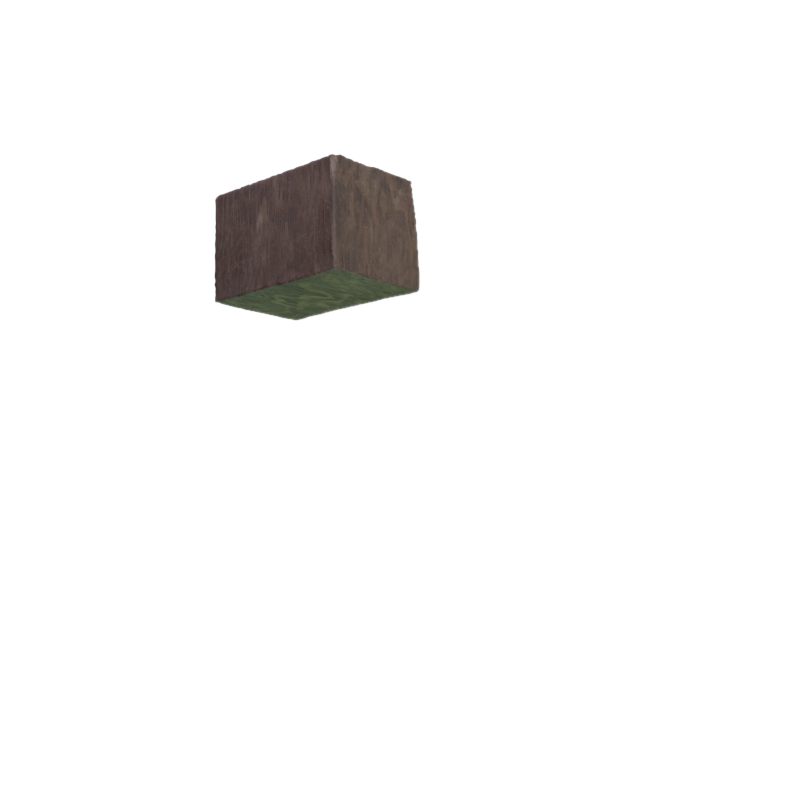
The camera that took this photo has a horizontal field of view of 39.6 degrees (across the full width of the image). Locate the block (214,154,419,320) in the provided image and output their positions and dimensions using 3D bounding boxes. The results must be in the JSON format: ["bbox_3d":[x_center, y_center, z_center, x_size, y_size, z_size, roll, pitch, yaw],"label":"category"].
[{"bbox_3d":[-0.038,-0.069,0.487,0.080,0.053,0.050,-10,-16,41],"label":"block"}]
